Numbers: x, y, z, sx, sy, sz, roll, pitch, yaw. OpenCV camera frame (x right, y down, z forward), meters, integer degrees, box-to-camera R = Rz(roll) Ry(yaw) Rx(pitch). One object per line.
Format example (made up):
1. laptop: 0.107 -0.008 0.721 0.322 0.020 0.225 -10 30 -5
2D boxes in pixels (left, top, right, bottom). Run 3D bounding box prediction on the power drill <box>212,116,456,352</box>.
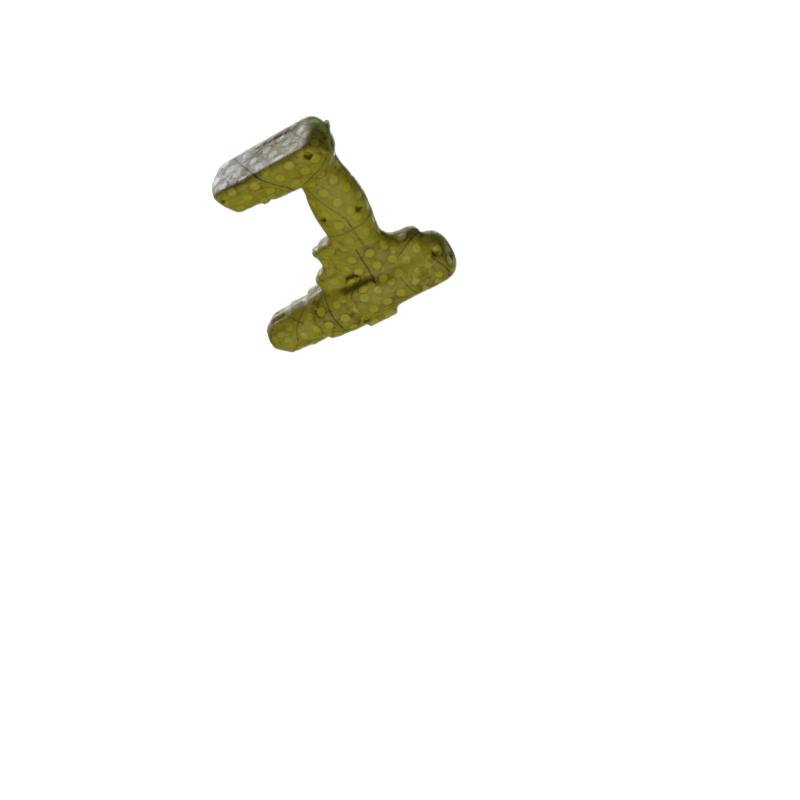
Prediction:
1. power drill: -0.073 -0.132 0.927 0.184 0.175 0.061 -27 34 20
